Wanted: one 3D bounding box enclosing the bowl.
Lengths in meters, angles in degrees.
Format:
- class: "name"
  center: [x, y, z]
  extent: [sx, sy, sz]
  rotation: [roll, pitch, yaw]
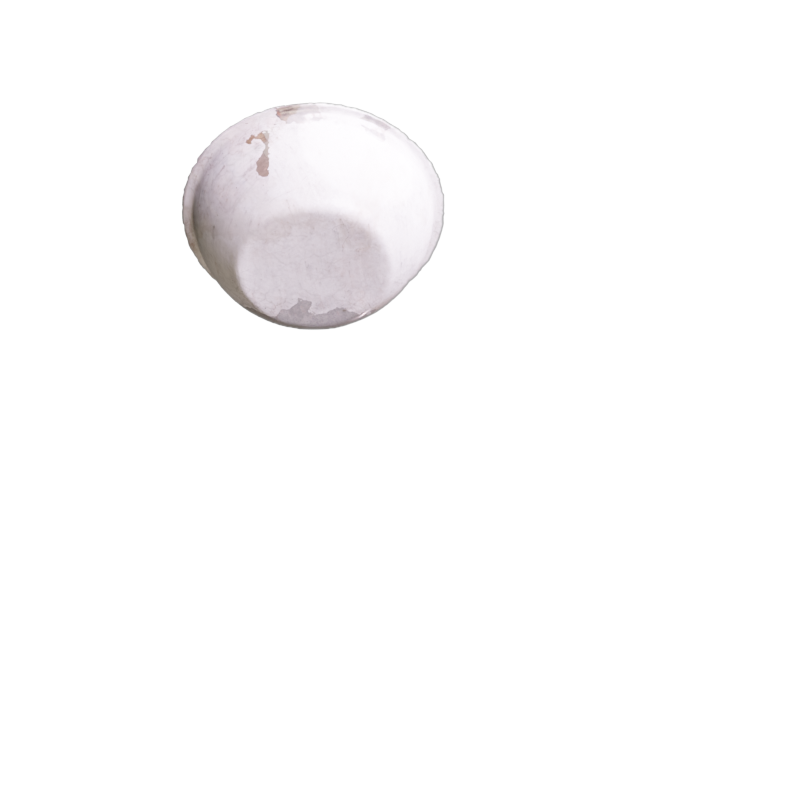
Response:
- class: "bowl"
  center: [-0.052, -0.095, 0.662]
  extent: [0.162, 0.151, 0.059]
  rotation: [1, 41, -1]
